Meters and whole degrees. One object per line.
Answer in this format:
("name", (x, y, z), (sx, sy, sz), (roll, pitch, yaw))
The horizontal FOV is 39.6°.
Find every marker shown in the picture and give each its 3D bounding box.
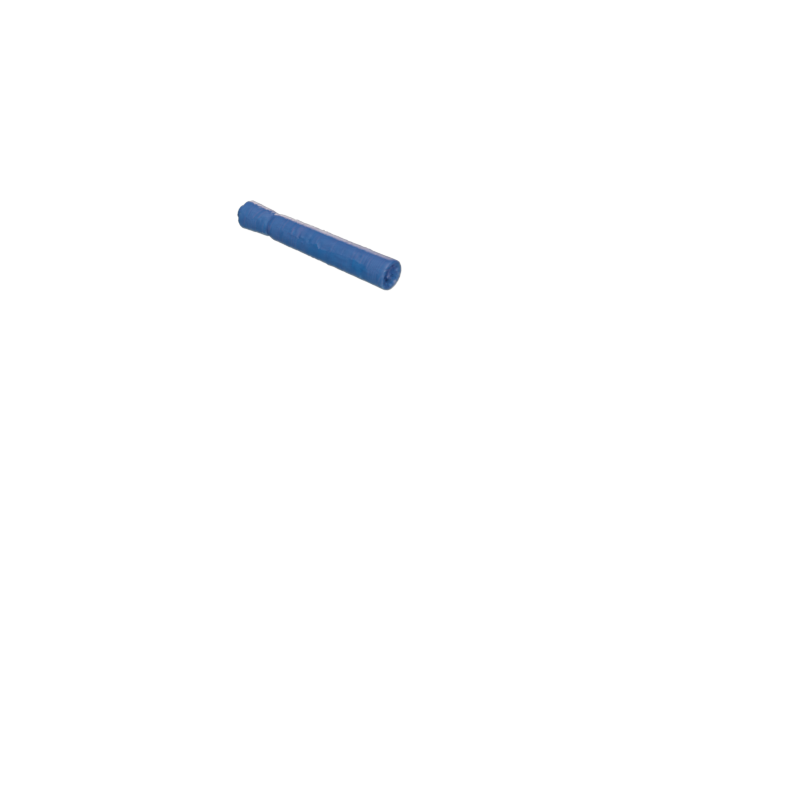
("marker", (-0.053, -0.096, 0.672), (0.128, 0.019, 0.019), (27, 18, 33))
